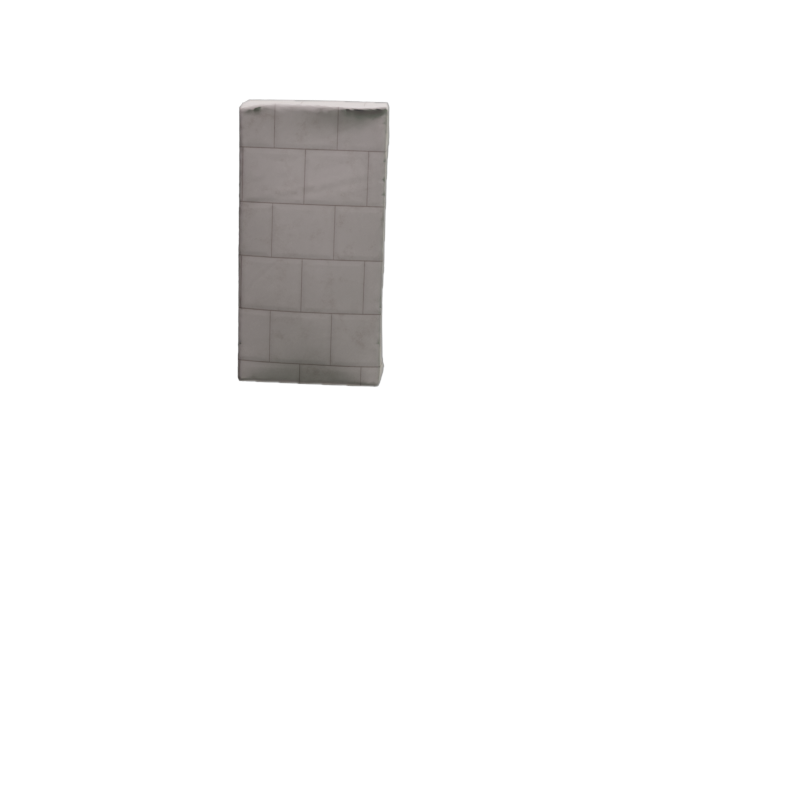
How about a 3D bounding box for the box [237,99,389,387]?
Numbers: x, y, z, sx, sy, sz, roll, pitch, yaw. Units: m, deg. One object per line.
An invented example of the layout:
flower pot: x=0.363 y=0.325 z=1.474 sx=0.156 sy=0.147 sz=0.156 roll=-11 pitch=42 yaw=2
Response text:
box: x=-0.055 y=-0.100 z=0.698 sx=0.094 sy=0.171 sz=0.049 roll=2 pitch=13 yaw=4
